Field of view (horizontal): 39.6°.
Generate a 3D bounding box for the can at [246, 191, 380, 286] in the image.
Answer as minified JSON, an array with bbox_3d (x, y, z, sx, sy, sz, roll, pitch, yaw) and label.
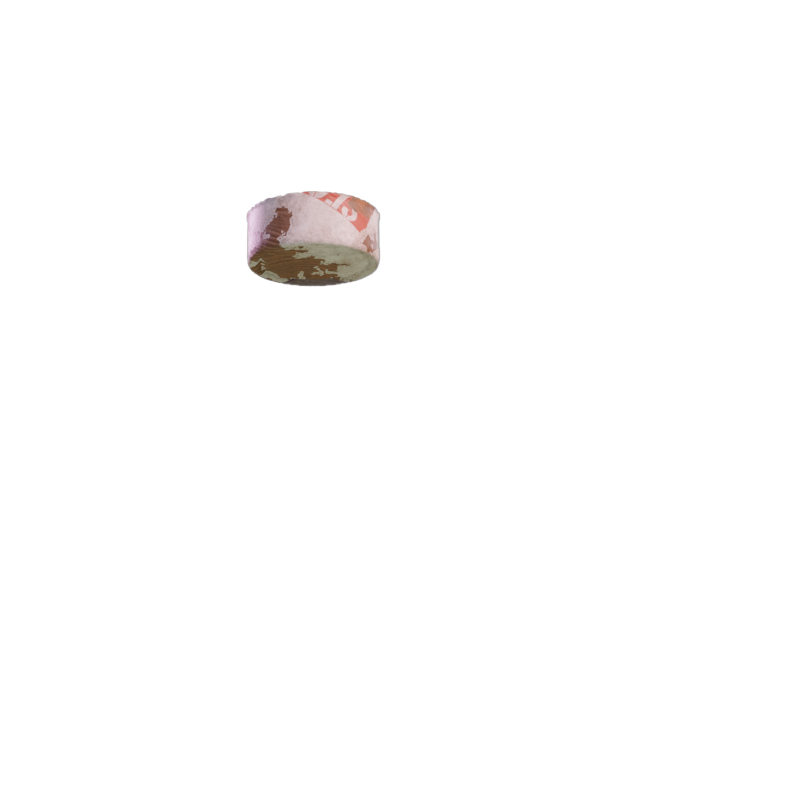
[{"bbox_3d":[-0.055,-0.101,0.704,0.086,0.035,0.083,0,-14,-2],"label":"can"}]
